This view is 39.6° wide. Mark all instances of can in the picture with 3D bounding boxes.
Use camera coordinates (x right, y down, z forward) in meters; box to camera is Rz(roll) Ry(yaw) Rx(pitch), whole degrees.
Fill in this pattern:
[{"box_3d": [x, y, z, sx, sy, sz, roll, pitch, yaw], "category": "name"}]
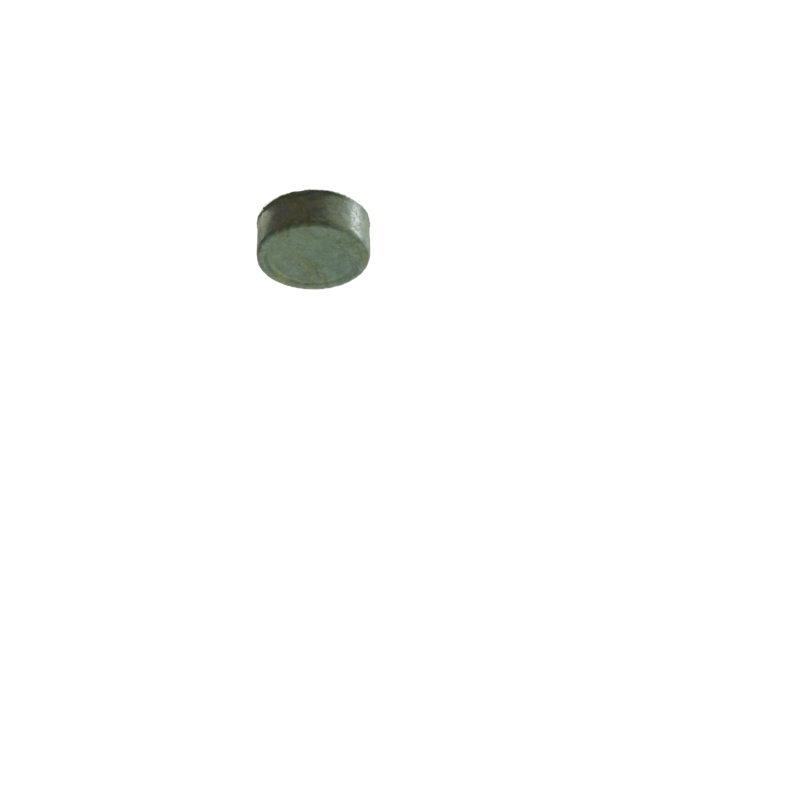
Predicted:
[{"box_3d": [-0.065, -0.118, 0.828, 0.086, 0.036, 0.081, 1, -30, -2], "category": "can"}]
